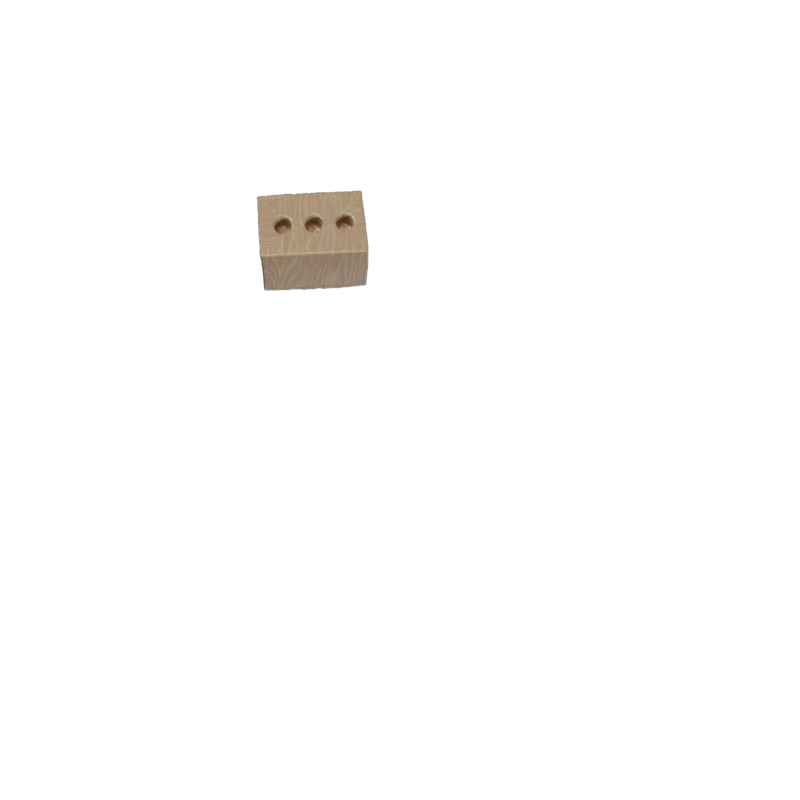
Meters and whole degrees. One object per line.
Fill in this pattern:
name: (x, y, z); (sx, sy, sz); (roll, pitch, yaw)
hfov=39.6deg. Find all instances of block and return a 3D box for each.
block: (-0.063, -0.114, 0.799); (0.078, 0.056, 0.048); (-4, -27, -3)
